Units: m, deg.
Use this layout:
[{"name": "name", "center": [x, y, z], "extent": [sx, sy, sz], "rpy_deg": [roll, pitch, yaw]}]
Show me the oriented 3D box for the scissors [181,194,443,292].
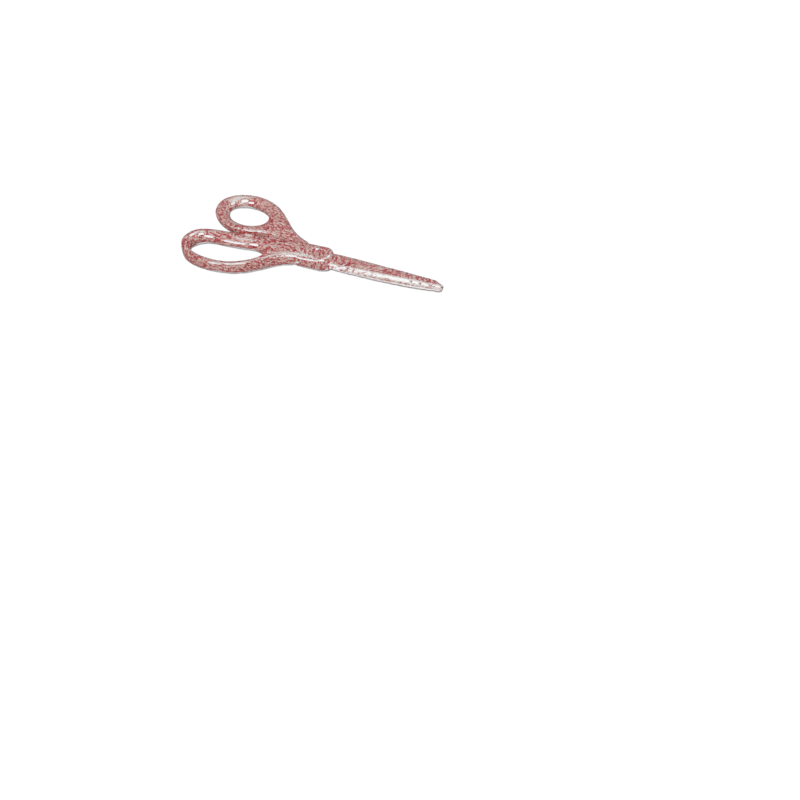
[{"name": "scissors", "center": [-0.067, -0.123, 0.861], "extent": [0.203, 0.015, 0.103], "rpy_deg": [4, 45, 4]}]
